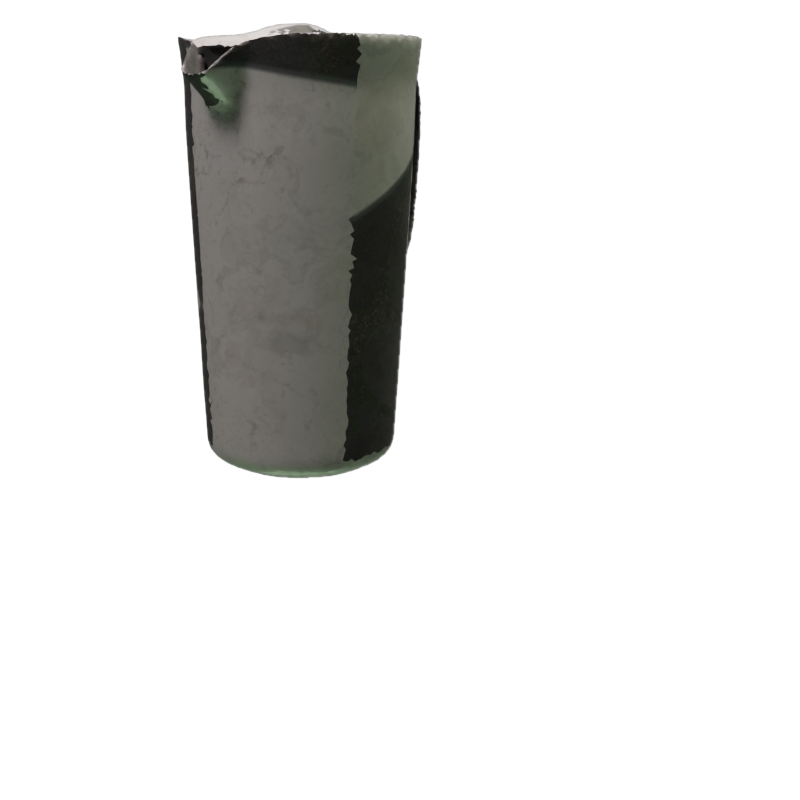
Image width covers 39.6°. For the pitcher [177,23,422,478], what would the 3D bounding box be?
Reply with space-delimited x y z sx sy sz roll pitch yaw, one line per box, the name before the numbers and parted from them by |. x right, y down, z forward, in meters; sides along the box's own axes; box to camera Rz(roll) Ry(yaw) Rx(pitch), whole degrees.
pitcher | -0.049 -0.090 0.632 0.147 0.237 0.150 -1 11 -9
